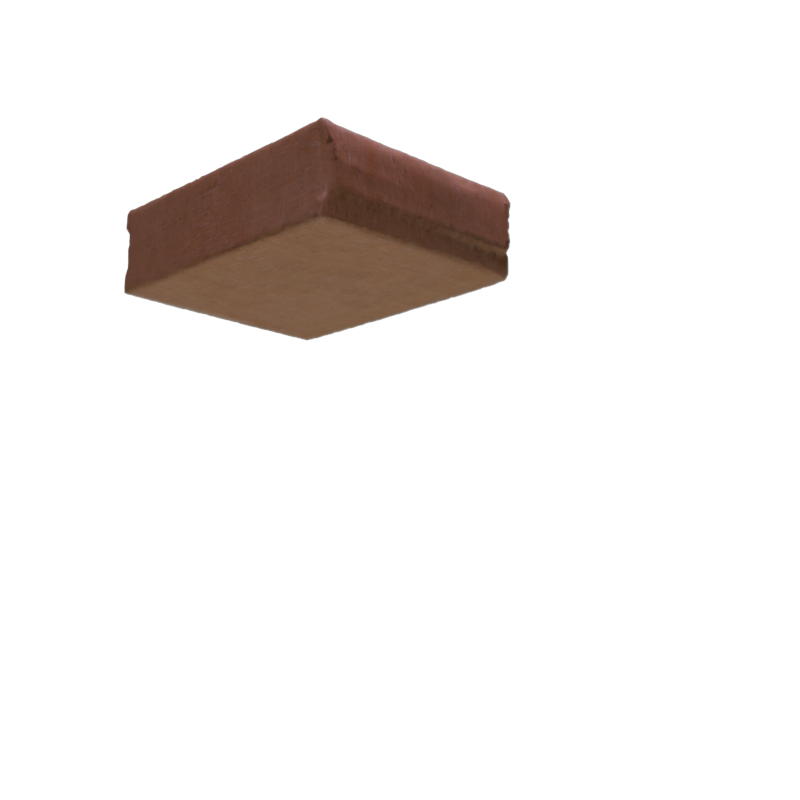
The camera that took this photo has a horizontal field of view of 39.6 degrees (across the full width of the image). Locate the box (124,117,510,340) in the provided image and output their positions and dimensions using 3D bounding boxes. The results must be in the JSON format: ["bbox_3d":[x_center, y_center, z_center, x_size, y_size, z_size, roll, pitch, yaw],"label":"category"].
[{"bbox_3d":[-0.025,-0.046,0.320,0.069,0.031,0.091,13,-19,-42],"label":"box"}]
